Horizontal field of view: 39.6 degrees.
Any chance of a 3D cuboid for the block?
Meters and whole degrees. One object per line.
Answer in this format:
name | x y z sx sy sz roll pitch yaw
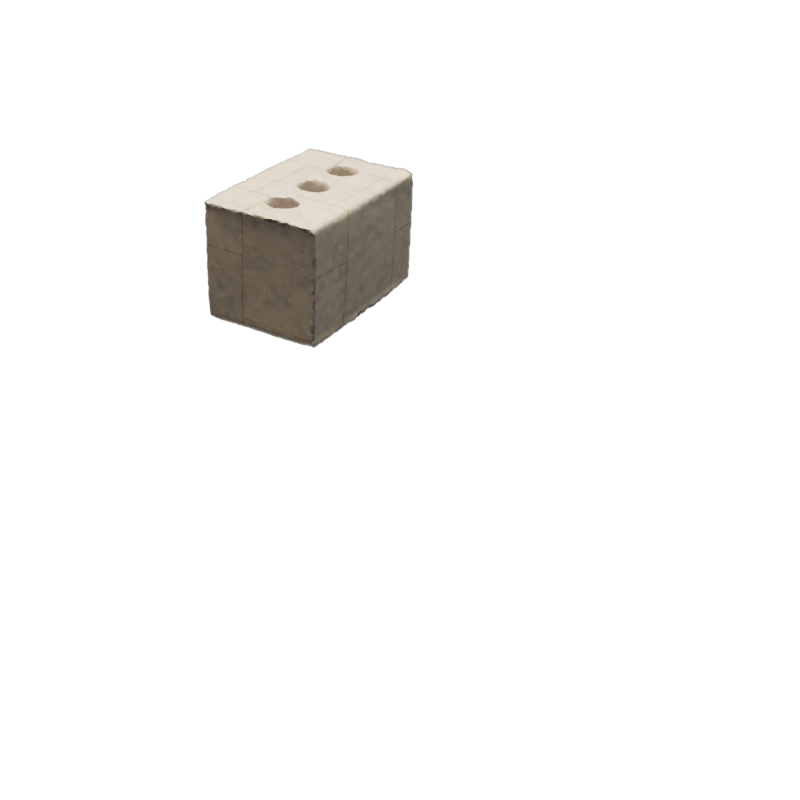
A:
block | -0.036 -0.065 0.454 0.055 0.048 0.079 16 32 26
